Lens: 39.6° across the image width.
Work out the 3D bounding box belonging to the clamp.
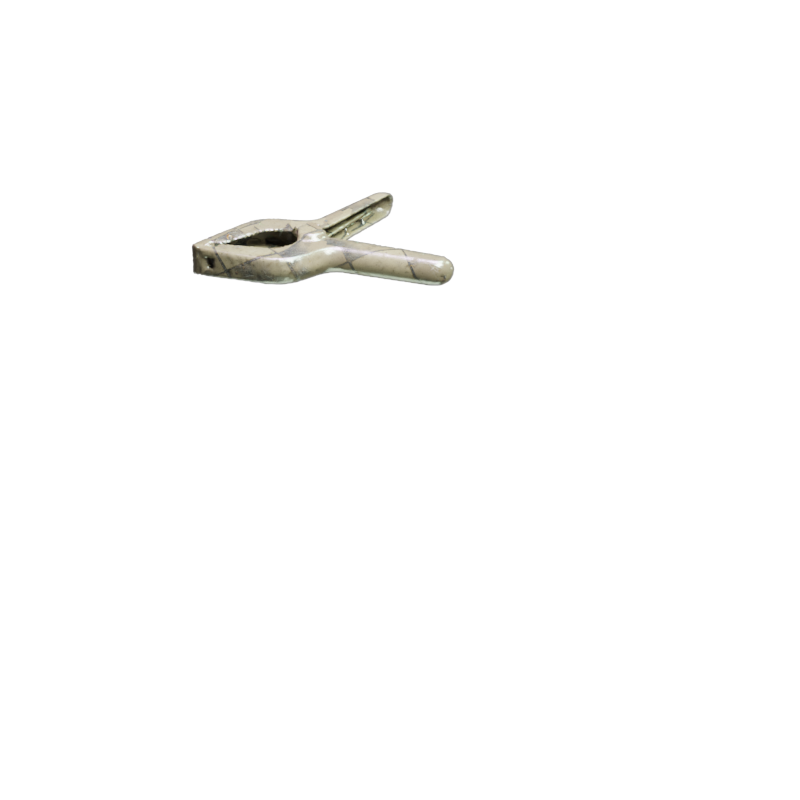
[{"bbox_3d":[-0.075,-0.137,0.958,0.208,0.034,0.176,-5,30,-9],"label":"clamp"}]
